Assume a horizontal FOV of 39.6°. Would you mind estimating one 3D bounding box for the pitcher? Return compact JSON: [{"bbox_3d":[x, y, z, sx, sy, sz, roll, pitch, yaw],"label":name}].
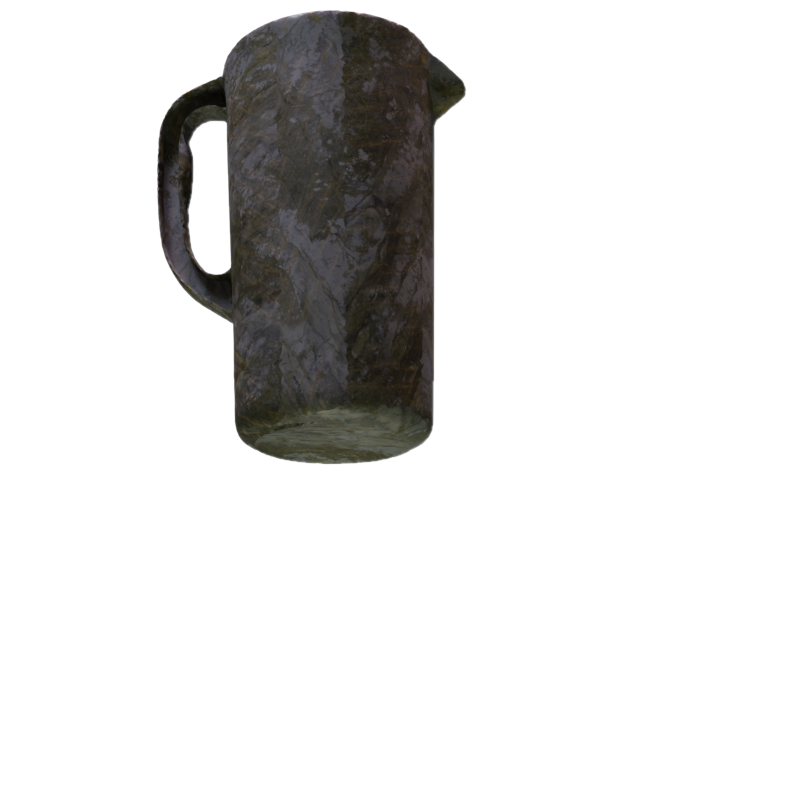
[{"bbox_3d":[-0.051,-0.093,0.649,0.137,0.256,0.150,17,-28,-38],"label":"pitcher"}]
